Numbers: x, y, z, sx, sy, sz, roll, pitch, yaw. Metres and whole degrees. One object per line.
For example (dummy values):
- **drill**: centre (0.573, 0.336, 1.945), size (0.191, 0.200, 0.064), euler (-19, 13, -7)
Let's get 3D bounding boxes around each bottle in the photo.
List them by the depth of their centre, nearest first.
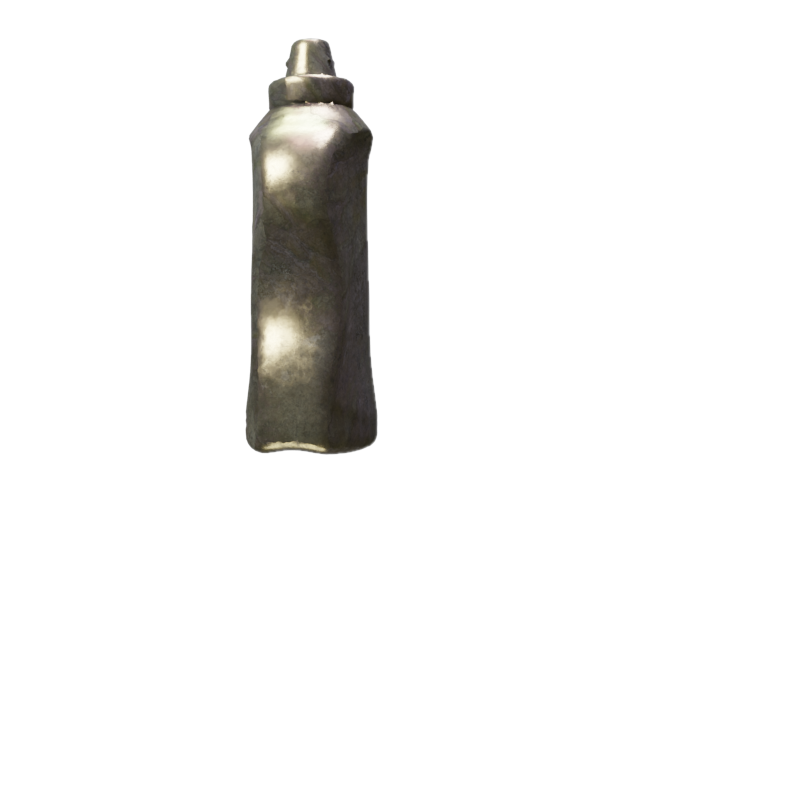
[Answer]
- **bottle**: centre (-0.041, -0.074, 0.521), size (0.059, 0.194, 0.093), euler (-1, -5, 11)
